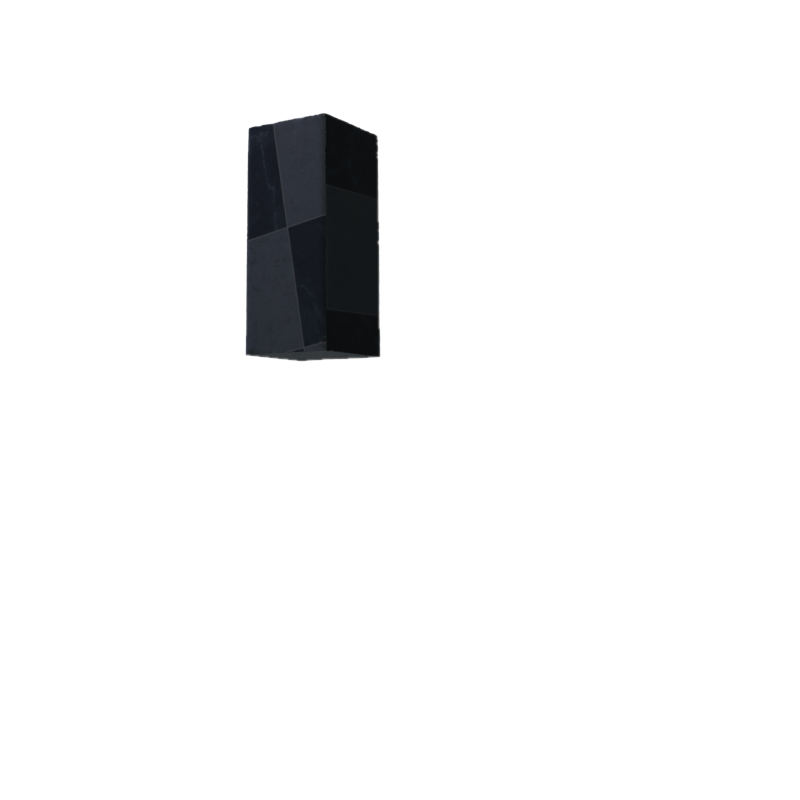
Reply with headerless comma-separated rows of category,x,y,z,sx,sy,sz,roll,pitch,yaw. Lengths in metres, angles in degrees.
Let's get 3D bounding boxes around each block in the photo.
block,-0.079,-0.143,1.000,0.093,0.211,0.086,-6,-11,32
